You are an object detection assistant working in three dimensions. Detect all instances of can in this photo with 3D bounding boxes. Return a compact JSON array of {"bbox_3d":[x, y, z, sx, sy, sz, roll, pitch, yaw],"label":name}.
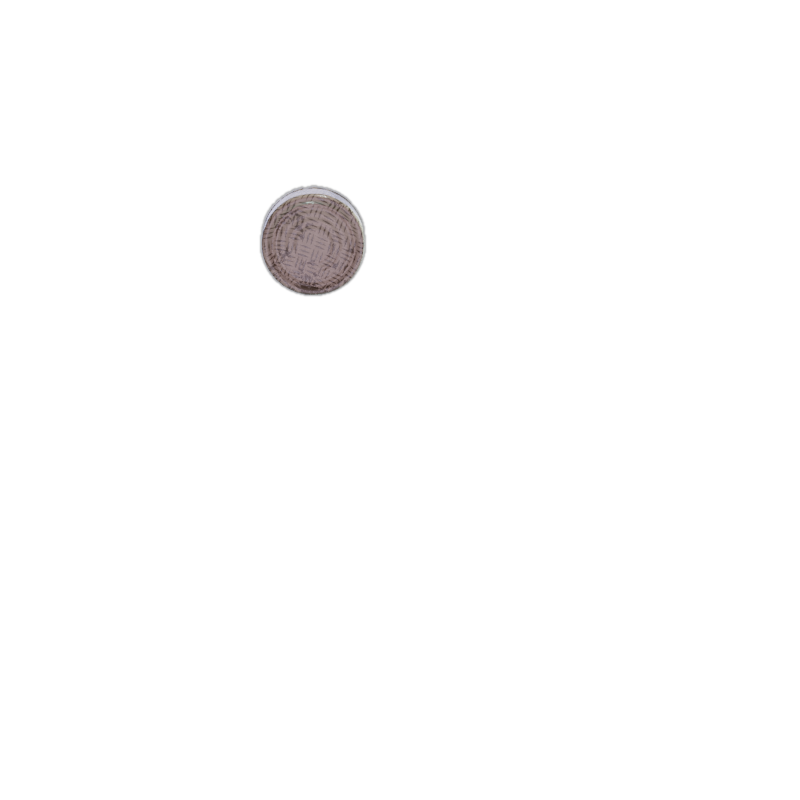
[{"bbox_3d":[-0.071,-0.129,0.904,0.086,0.083,0.035,0,14,-1],"label":"can"}]
